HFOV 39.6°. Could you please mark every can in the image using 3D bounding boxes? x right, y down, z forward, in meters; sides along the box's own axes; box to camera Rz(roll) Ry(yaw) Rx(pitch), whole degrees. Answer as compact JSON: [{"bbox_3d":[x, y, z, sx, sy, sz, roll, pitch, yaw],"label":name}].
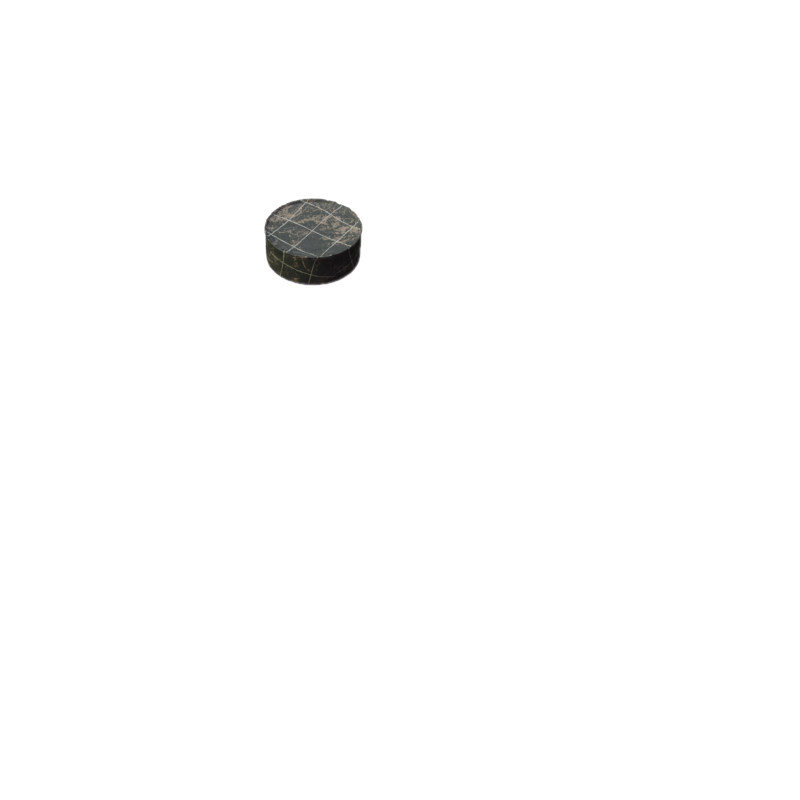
[{"bbox_3d":[-0.076,-0.139,0.977,0.086,0.031,0.092,-1,42,-2],"label":"can"}]
